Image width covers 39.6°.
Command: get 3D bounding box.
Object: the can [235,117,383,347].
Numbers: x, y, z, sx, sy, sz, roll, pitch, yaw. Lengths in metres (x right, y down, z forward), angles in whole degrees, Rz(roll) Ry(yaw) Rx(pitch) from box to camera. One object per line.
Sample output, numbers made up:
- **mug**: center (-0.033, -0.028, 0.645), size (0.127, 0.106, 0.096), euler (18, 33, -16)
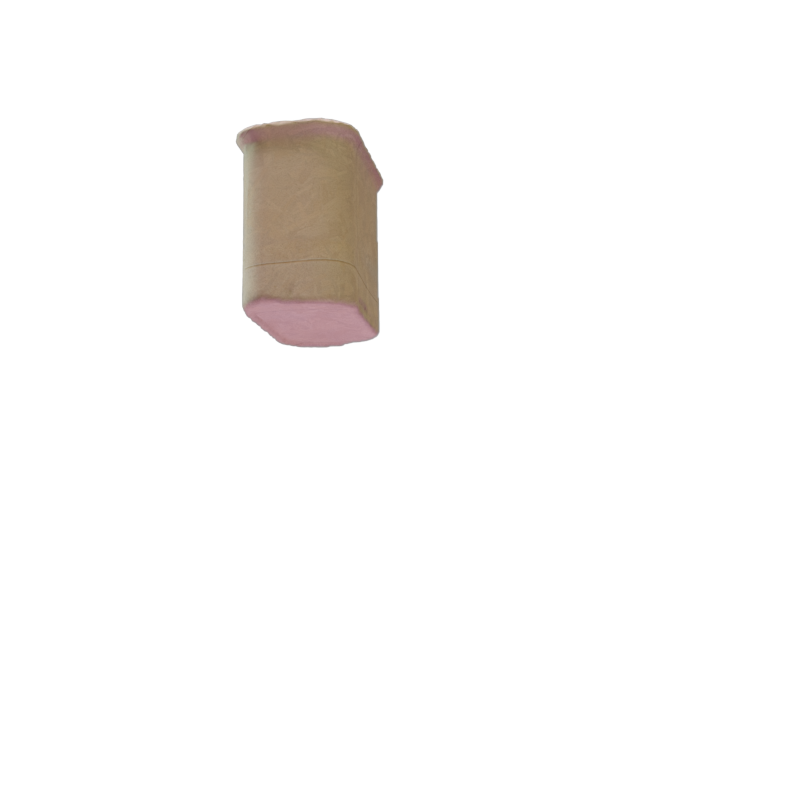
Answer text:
- **can**: center (-0.041, -0.075, 0.526), size (0.058, 0.087, 0.097), euler (-3, -13, 10)
